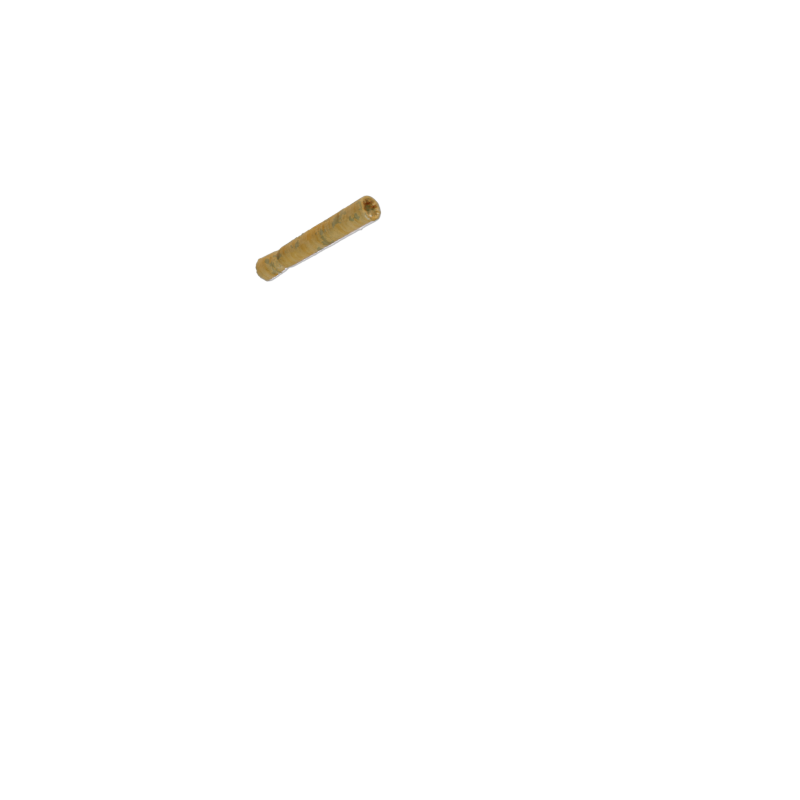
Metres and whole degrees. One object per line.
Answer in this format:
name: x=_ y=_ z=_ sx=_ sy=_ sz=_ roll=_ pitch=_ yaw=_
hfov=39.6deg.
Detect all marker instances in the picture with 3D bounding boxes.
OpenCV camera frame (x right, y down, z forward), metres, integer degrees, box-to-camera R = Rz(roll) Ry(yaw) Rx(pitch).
marker: x=-0.061 y=-0.111 z=0.778 sx=0.019 sy=0.020 sz=0.121 roll=-4 pitch=-14 yaw=-46
